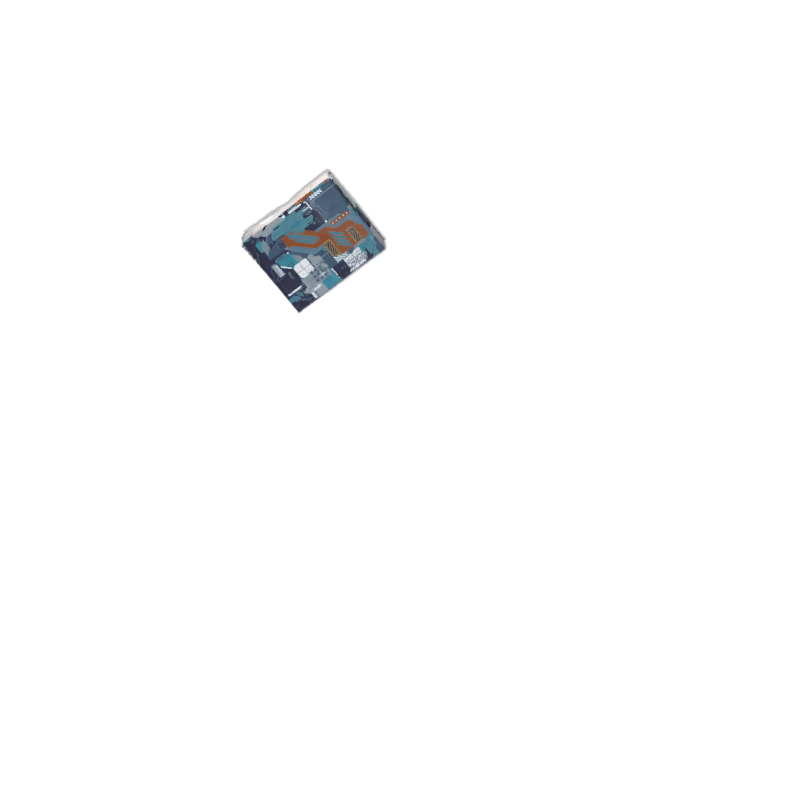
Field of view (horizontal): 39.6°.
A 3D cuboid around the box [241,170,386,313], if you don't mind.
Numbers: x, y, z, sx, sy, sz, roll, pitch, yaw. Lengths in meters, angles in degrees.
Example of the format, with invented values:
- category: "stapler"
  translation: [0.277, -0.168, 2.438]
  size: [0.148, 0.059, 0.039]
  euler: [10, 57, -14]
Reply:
- category: "box"
  translation: [-0.068, -0.123, 0.863]
  size: [0.089, 0.070, 0.032]
  euler: [-36, 17, 12]
